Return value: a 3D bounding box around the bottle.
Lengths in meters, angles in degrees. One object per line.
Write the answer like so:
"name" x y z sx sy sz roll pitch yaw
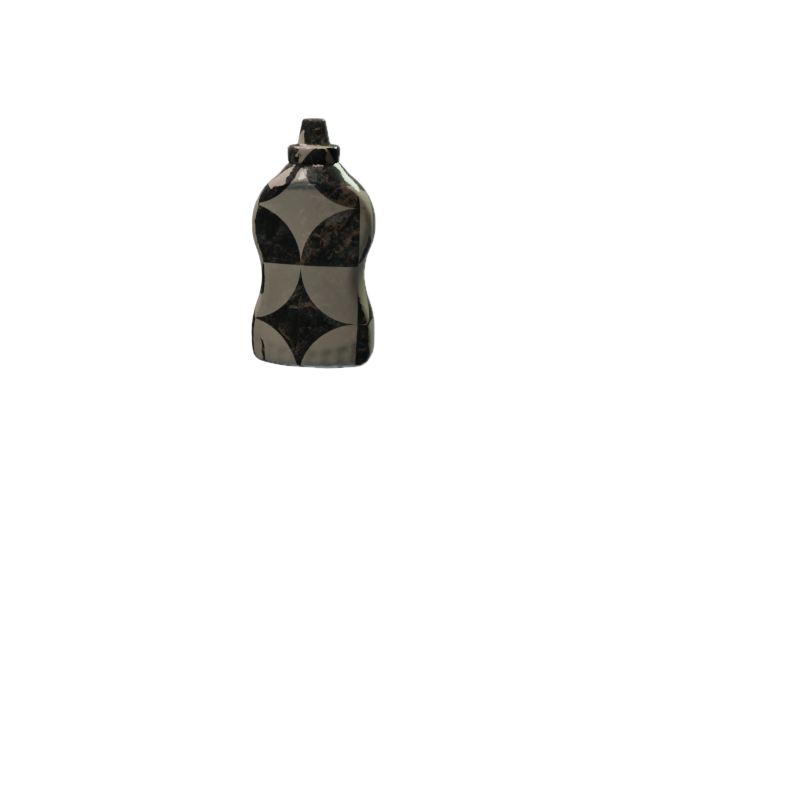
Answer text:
"bottle" -0.068 -0.124 0.869 0.098 0.187 0.059 3 11 12
